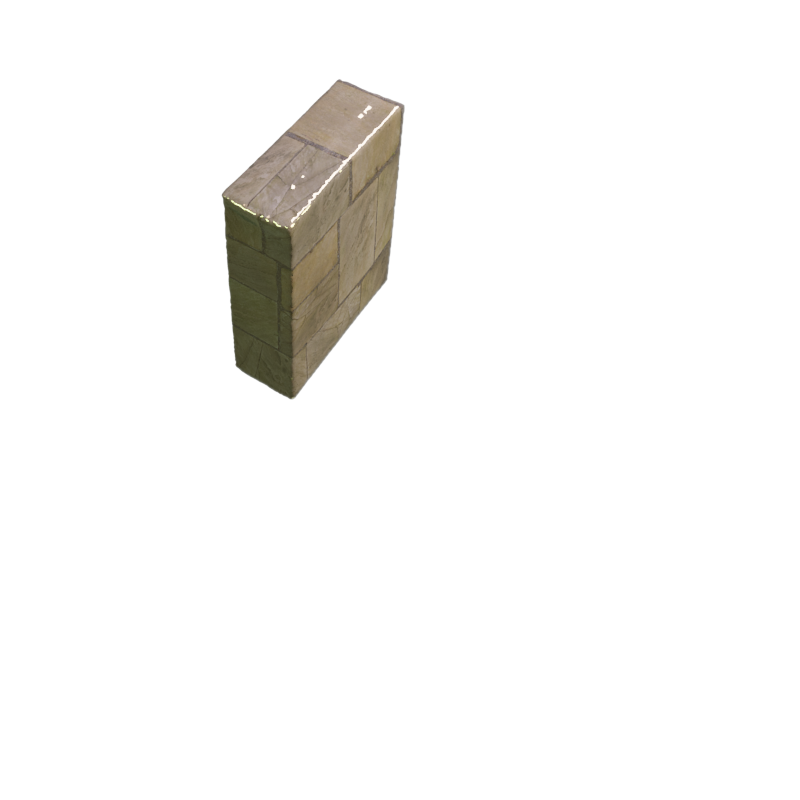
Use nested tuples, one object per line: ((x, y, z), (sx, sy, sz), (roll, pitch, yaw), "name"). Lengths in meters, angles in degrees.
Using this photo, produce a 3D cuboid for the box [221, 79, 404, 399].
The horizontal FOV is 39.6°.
((-0.071, -0.130, 0.911), (0.075, 0.169, 0.199), (26, -35, 16), "box")
